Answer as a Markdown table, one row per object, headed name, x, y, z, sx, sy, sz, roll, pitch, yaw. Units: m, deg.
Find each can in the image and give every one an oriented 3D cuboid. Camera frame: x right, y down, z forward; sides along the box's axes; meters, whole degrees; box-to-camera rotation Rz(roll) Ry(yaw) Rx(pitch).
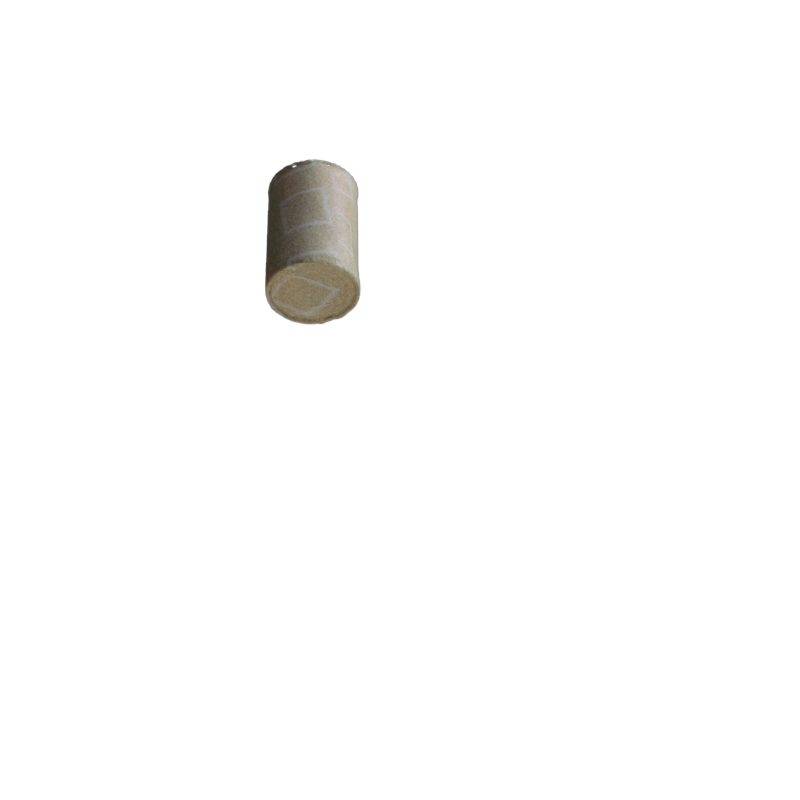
| name | x | y | z | sx | sy | sz | roll | pitch | yaw |
| --- | --- | --- | --- | --- | --- | --- | --- | --- | --- |
| can | -0.062 | -0.113 | 0.793 | 0.068 | 0.110 | 0.064 | -1 | -40 | -3 |
